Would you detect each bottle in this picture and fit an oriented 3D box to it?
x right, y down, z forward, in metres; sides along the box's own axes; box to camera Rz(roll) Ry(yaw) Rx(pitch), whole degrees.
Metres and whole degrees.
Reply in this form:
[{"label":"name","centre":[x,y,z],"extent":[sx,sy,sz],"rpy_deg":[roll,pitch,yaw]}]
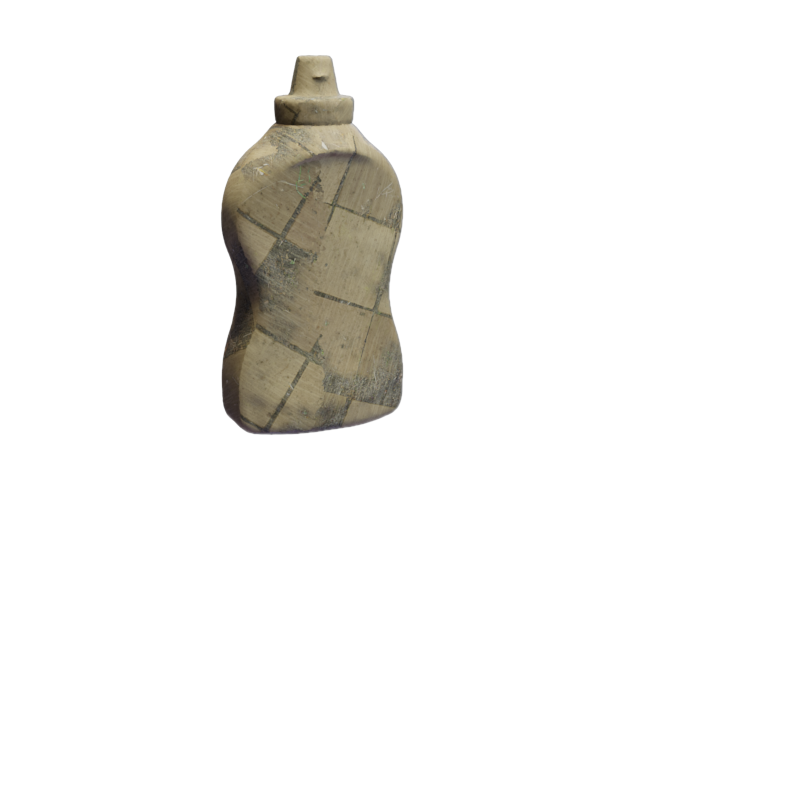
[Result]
[{"label":"bottle","centre":[-0.045,-0.082,0.578],"extent":[0.094,0.187,0.061],"rpy_deg":[-5,13,-23]}]
